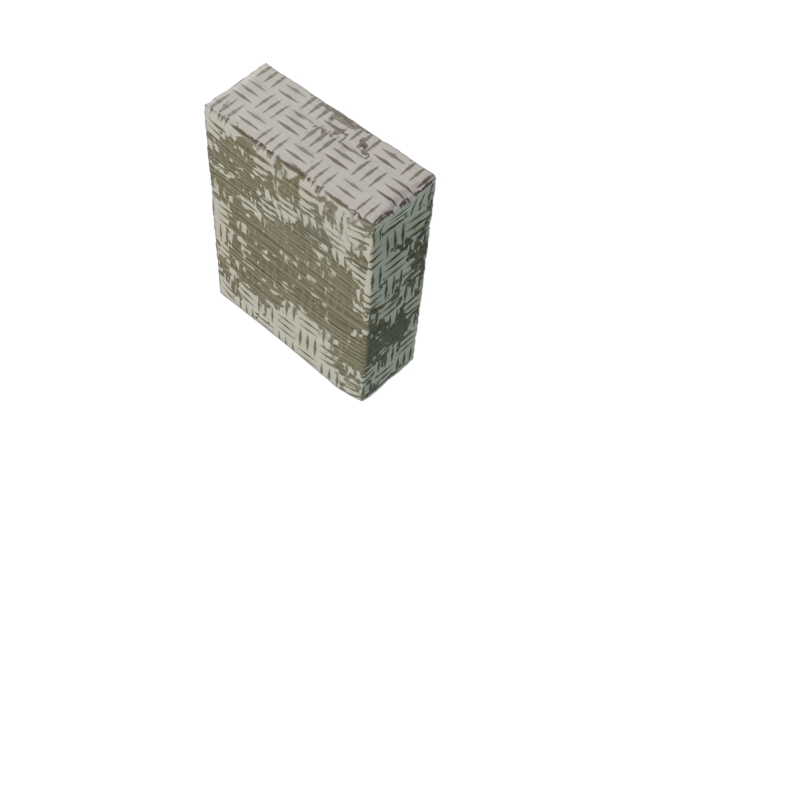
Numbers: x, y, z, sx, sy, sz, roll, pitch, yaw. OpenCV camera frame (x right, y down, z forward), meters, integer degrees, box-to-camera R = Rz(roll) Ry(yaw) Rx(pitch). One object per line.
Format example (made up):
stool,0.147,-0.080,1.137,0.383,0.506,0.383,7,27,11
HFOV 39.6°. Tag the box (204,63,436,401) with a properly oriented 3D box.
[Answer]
box,-0.065,-0.118,0.824,0.174,0.200,0.073,39,61,23
